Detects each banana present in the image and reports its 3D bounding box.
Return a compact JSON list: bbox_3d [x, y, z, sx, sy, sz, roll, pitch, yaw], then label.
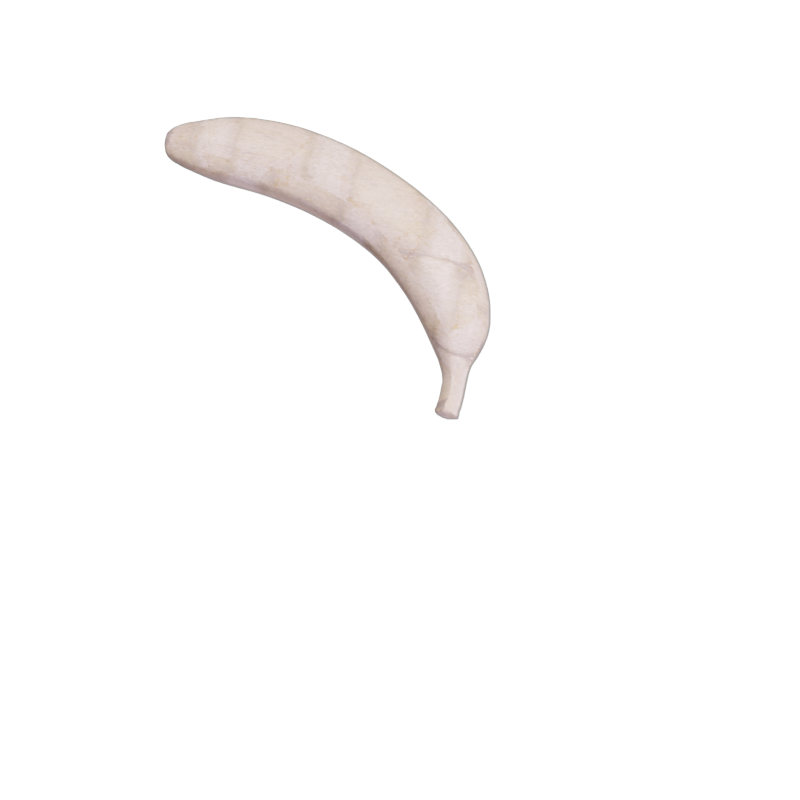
[{"bbox_3d":[-0.025,-0.083,0.519,0.070,0.208,0.035,-40,-20,-18],"label":"banana"}]
